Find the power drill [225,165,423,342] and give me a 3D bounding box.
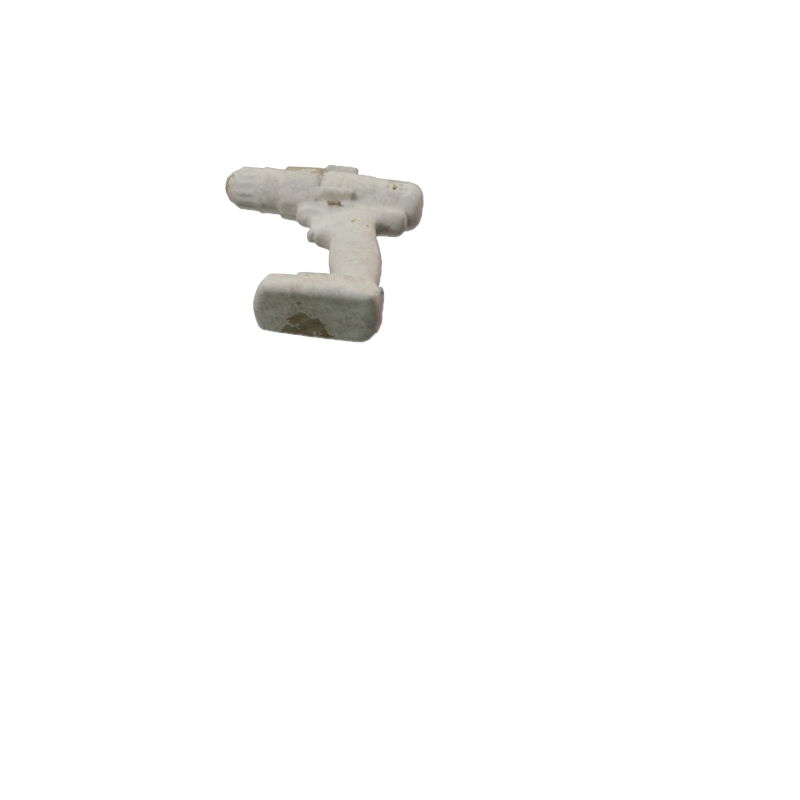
[{"bbox_3d":[-0.076,-0.139,0.973,0.186,0.053,0.200,5,45,4],"label":"power drill"}]
